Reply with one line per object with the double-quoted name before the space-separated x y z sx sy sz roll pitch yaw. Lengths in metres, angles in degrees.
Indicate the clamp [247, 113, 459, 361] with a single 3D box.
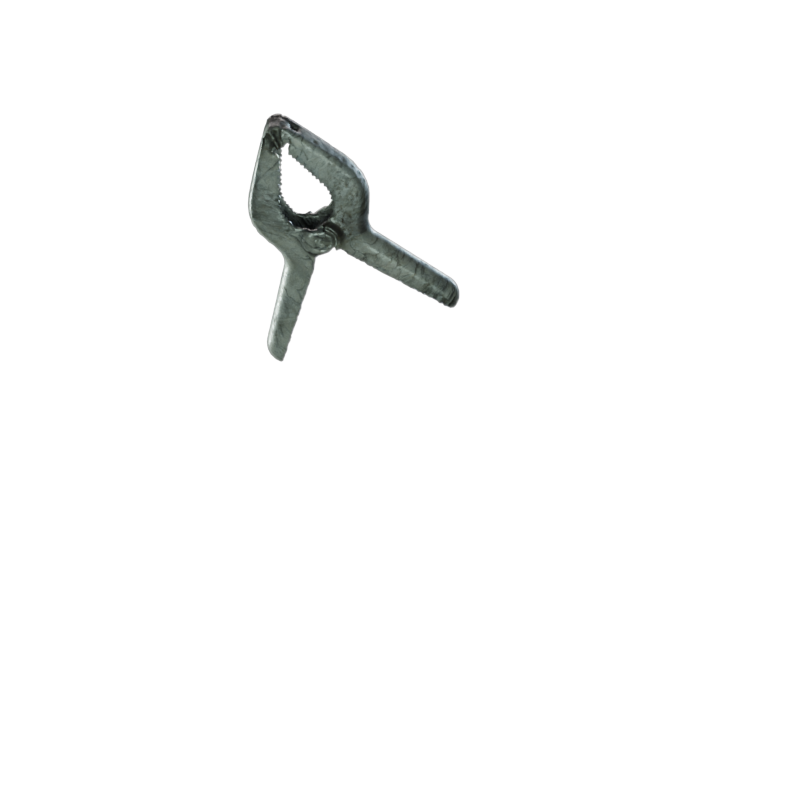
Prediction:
"clamp" -0.068 -0.124 0.872 0.165 0.197 0.039 -24 29 14
